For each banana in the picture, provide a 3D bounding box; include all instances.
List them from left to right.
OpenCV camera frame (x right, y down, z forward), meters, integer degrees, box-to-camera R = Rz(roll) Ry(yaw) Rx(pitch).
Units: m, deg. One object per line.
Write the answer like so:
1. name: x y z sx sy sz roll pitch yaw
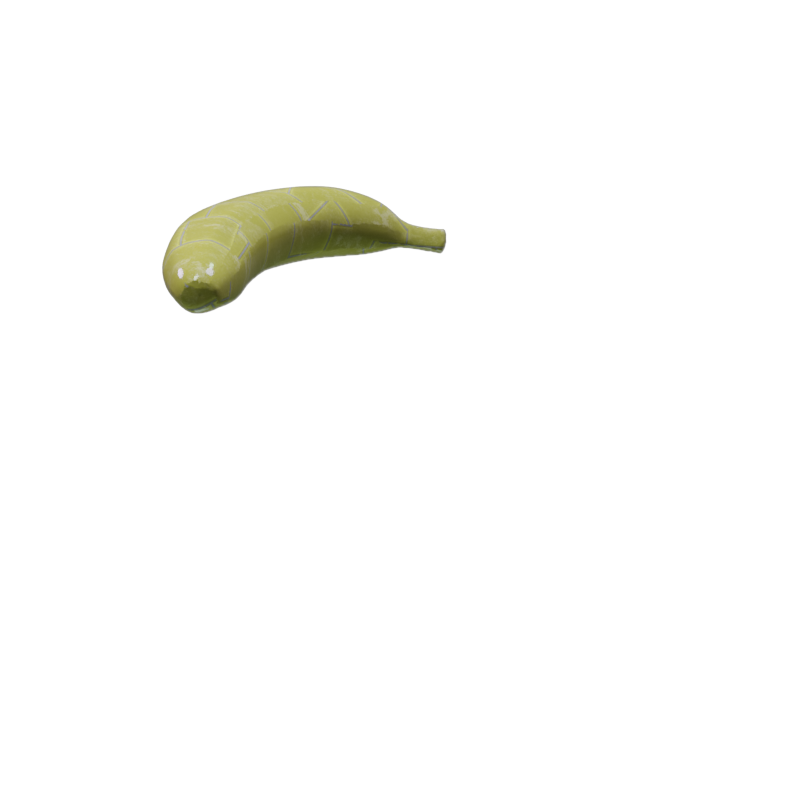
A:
1. banana: -0.052 -0.072 0.492 0.072 0.036 0.195 9 19 29
